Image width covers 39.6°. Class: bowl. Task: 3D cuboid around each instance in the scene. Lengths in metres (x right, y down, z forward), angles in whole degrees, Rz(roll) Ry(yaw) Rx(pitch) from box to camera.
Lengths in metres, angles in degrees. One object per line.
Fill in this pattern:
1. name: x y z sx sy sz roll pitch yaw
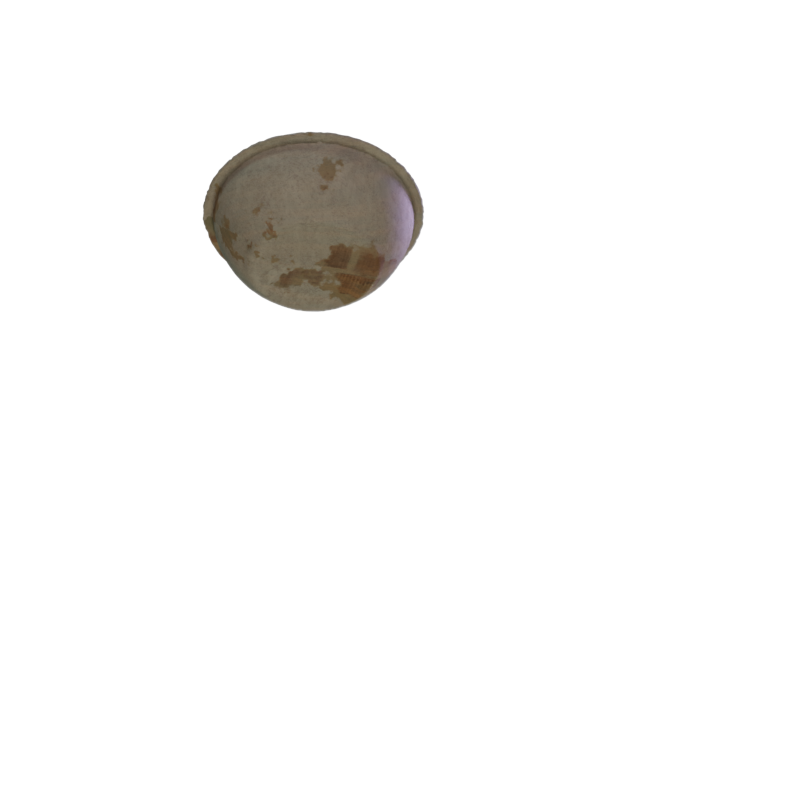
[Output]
1. bowl: -0.062 -0.113 0.794 0.162 0.059 0.151 1 -41 -1
